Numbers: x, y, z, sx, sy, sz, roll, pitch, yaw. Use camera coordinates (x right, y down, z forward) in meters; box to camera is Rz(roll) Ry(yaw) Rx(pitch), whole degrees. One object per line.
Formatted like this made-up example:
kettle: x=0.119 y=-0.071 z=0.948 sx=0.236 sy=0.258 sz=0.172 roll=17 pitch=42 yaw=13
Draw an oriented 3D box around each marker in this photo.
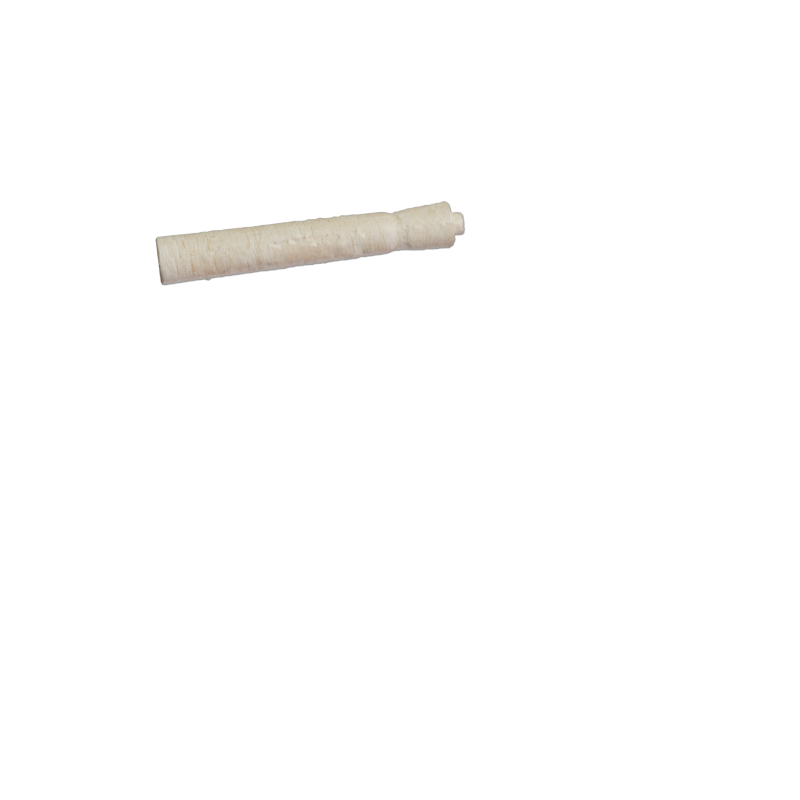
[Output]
marker: x=-0.034 y=-0.062 z=0.432 sx=0.120 sy=0.020 sz=0.020 roll=-8 pitch=6 yaw=-8
